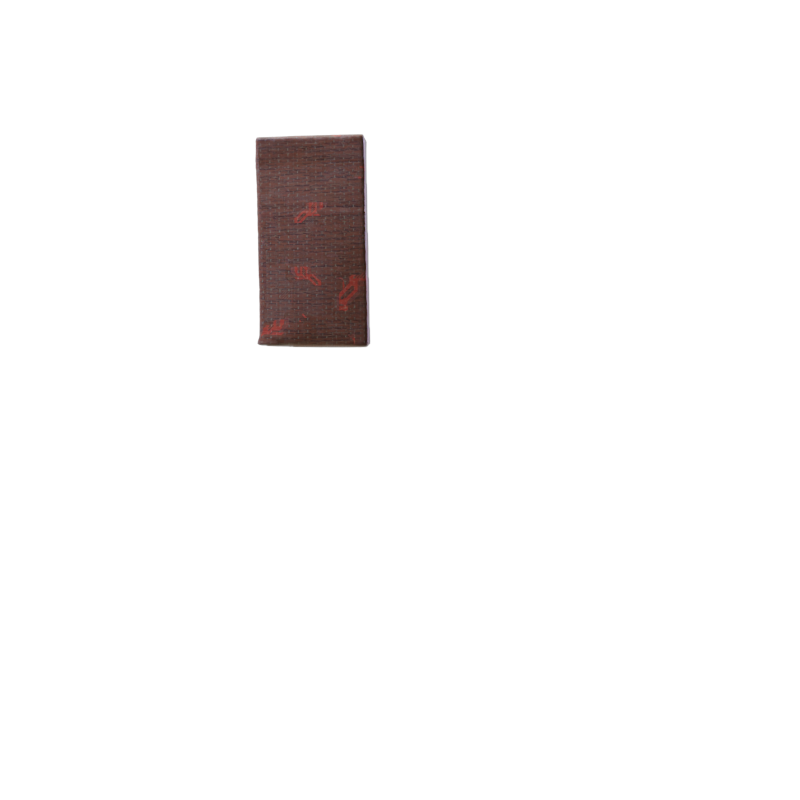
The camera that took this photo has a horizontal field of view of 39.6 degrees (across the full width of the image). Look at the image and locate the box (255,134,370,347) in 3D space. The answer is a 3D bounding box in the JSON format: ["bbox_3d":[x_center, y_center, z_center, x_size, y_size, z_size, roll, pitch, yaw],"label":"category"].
[{"bbox_3d":[-0.073,-0.133,0.933,0.094,0.178,0.047,0,-3,5],"label":"box"}]
